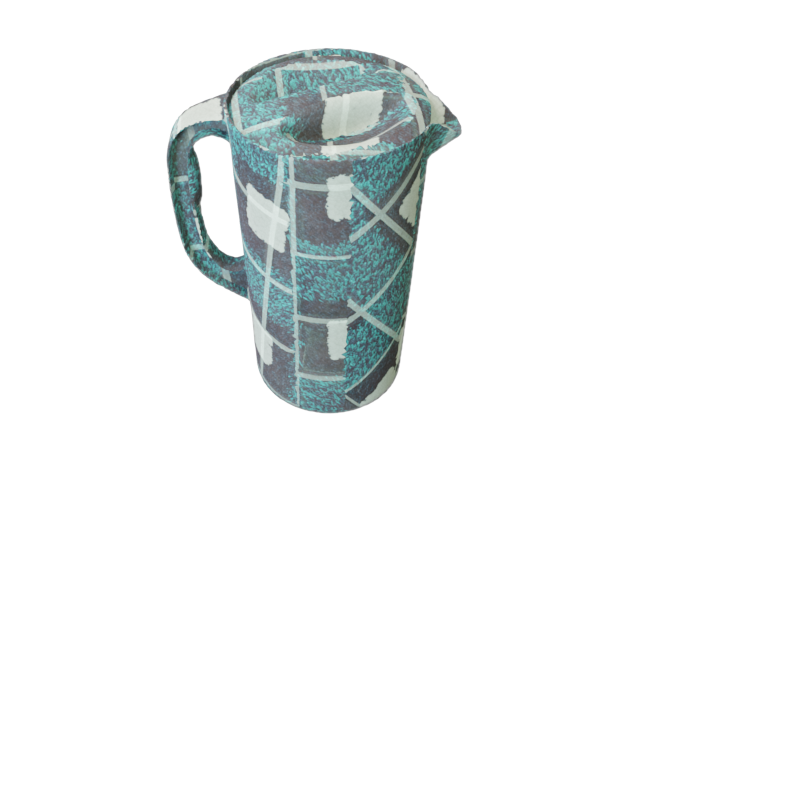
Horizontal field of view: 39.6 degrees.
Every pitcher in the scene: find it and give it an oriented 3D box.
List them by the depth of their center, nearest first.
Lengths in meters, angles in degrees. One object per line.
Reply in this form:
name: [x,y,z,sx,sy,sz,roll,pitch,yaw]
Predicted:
pitcher: [-0.060,-0.109,0.764,0.159,0.226,0.146,34,51,30]
